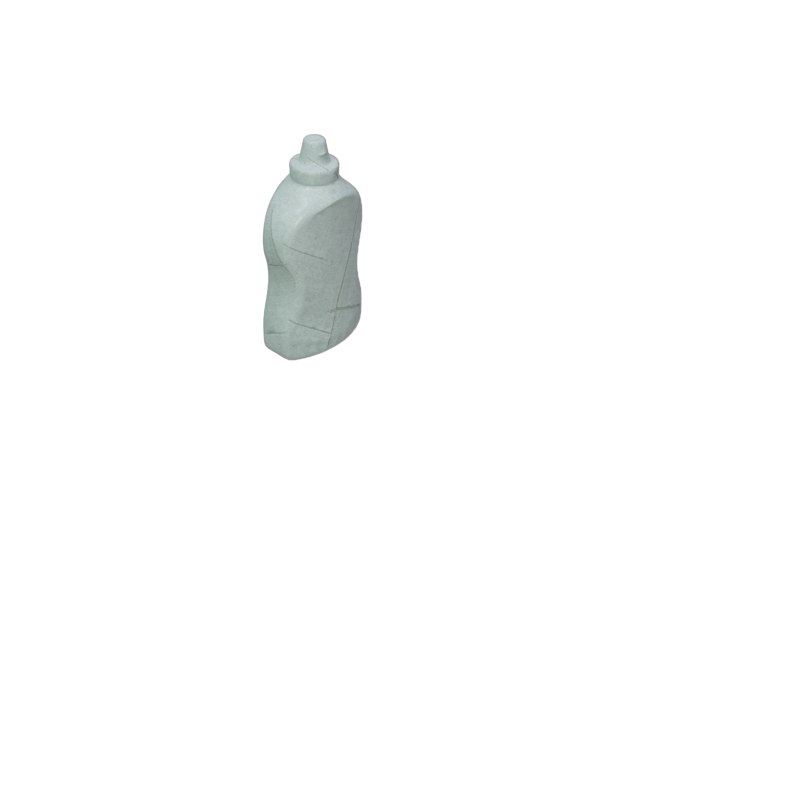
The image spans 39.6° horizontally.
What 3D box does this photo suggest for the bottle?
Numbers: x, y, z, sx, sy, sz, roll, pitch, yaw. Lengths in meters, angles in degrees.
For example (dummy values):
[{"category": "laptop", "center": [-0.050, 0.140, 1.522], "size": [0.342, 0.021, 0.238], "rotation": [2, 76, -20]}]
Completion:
[{"category": "bottle", "center": [-0.073, -0.133, 0.933], "size": [0.062, 0.180, 0.096], "rotation": [29, 41, 35]}]
